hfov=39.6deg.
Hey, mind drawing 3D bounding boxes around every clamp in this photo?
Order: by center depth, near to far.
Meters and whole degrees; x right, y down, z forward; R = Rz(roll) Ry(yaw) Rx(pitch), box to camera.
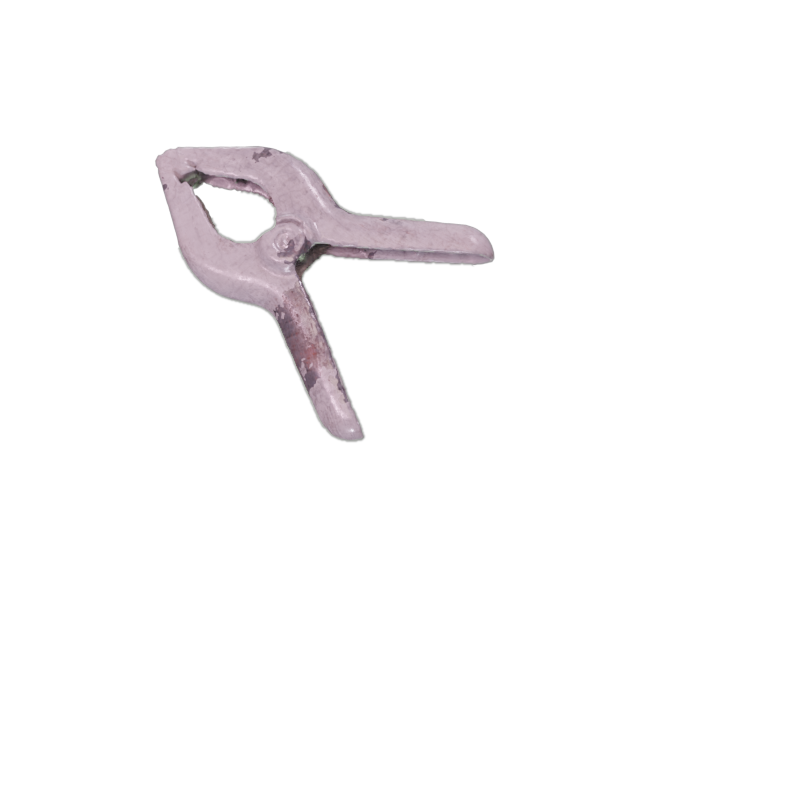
[{"bbox_3d":[-0.043,-0.078,0.549,0.121,0.177,0.038,-43,-13,-12],"label":"clamp"}]
